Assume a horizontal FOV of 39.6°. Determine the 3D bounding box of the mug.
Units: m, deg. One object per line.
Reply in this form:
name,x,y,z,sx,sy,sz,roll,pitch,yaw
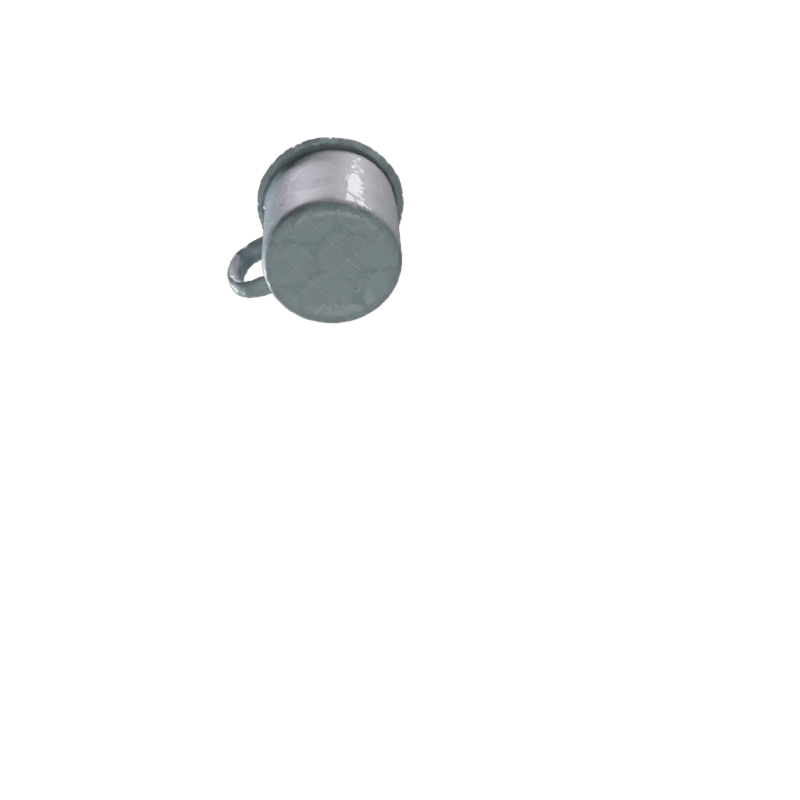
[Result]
mug,-0.052,-0.096,0.670,0.117,0.087,0.087,-22,31,12
